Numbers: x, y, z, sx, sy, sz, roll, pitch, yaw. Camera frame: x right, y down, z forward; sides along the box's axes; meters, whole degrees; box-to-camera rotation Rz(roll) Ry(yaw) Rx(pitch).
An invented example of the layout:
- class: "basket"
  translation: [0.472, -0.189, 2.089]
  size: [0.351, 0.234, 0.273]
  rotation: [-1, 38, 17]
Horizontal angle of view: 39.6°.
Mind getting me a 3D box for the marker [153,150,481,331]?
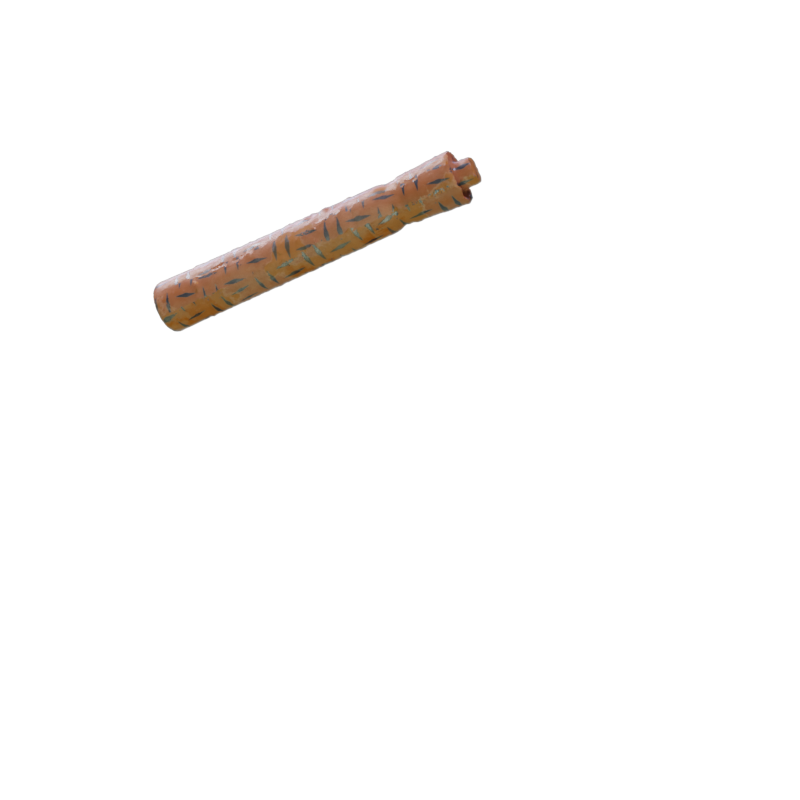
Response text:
- class: "marker"
  translation: [-0.029, -0.054, 0.375]
  size: [0.121, 0.020, 0.019]
  rotation: [-21, -3, 19]
